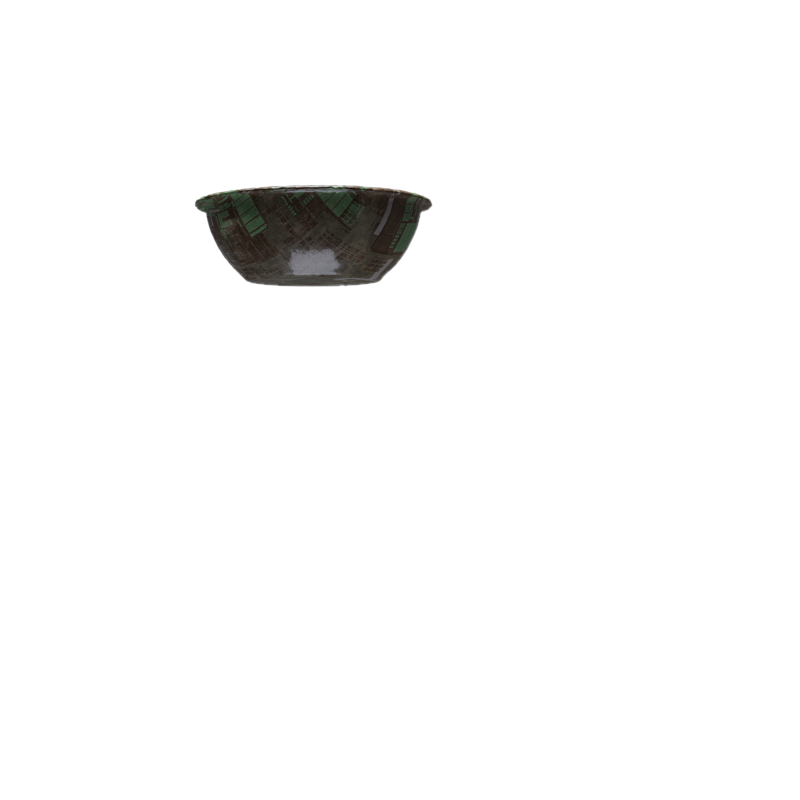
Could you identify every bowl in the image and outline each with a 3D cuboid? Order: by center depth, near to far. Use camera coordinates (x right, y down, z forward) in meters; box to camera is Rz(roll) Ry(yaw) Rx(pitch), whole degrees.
[{"bbox_3d":[-0.059,-0.108,0.755,0.162,0.055,0.161,0,1,-2],"label":"bowl"}]
